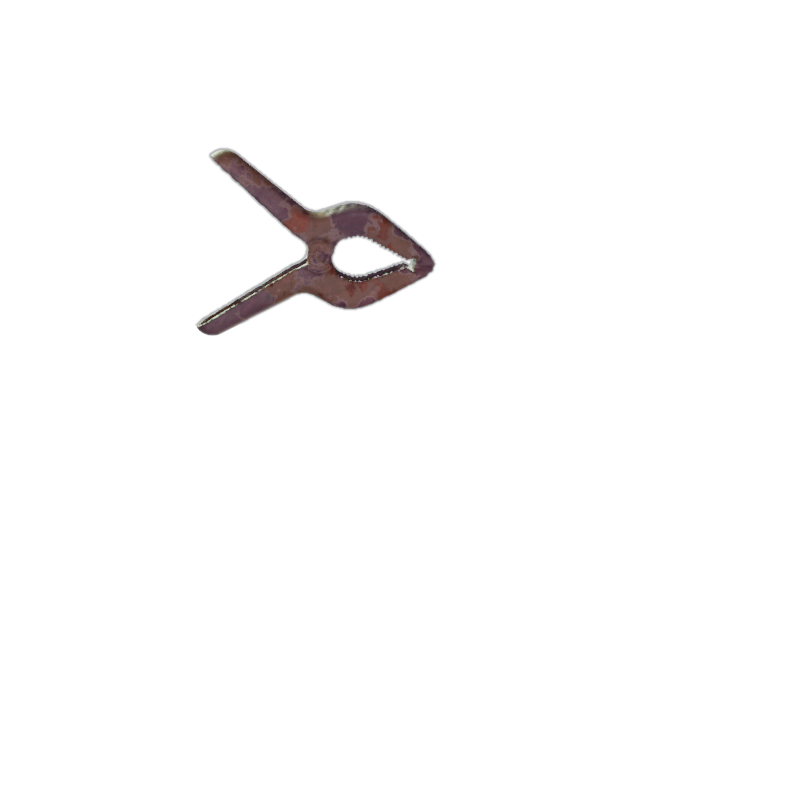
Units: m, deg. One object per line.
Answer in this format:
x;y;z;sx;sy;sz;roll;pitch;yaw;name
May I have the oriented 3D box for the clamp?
-0.076;-0.138;0.968;0.210;0.160;0.037;-1;13;0;clamp
